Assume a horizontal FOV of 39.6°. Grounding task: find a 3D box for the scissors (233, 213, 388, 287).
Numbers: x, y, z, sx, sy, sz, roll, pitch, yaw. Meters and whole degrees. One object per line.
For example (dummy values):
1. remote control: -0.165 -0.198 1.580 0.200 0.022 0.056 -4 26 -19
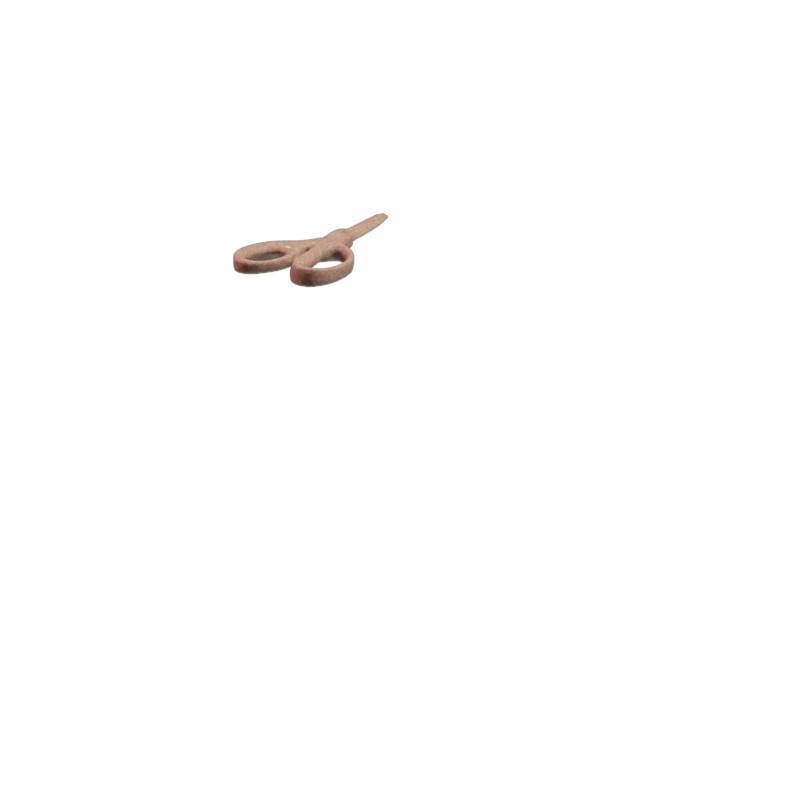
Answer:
1. scissors: -0.066 -0.121 0.846 0.097 0.015 0.208 2 21 5
